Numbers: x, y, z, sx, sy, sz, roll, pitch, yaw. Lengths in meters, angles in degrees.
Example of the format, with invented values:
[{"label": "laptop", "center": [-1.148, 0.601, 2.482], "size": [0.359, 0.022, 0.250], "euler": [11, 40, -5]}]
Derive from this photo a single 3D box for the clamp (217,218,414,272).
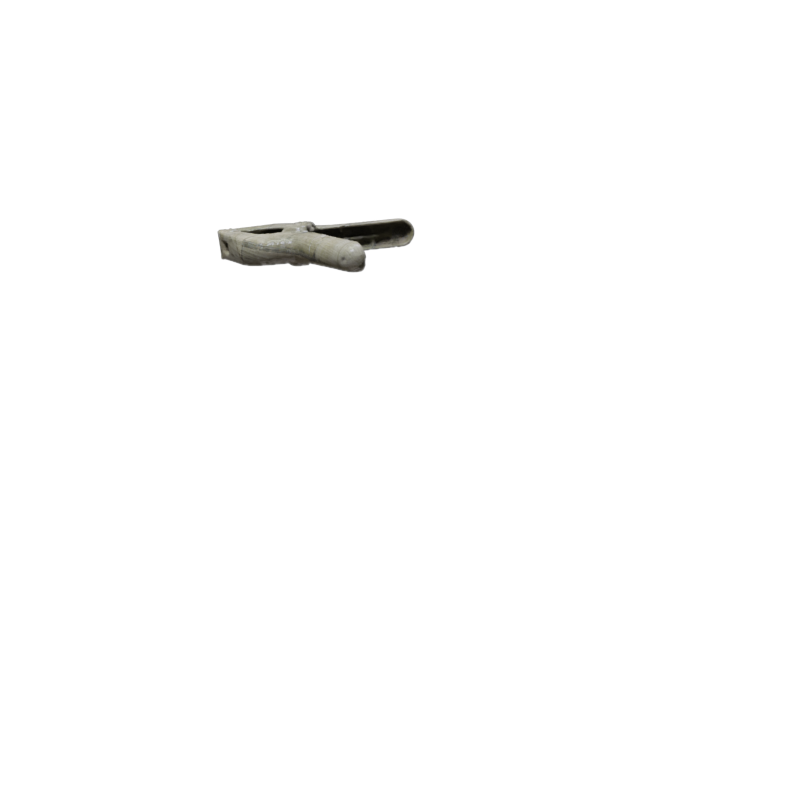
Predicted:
[{"label": "clamp", "center": [-0.076, -0.138, 0.965], "size": [0.179, 0.038, 0.118], "euler": [10, 17, 32]}]
